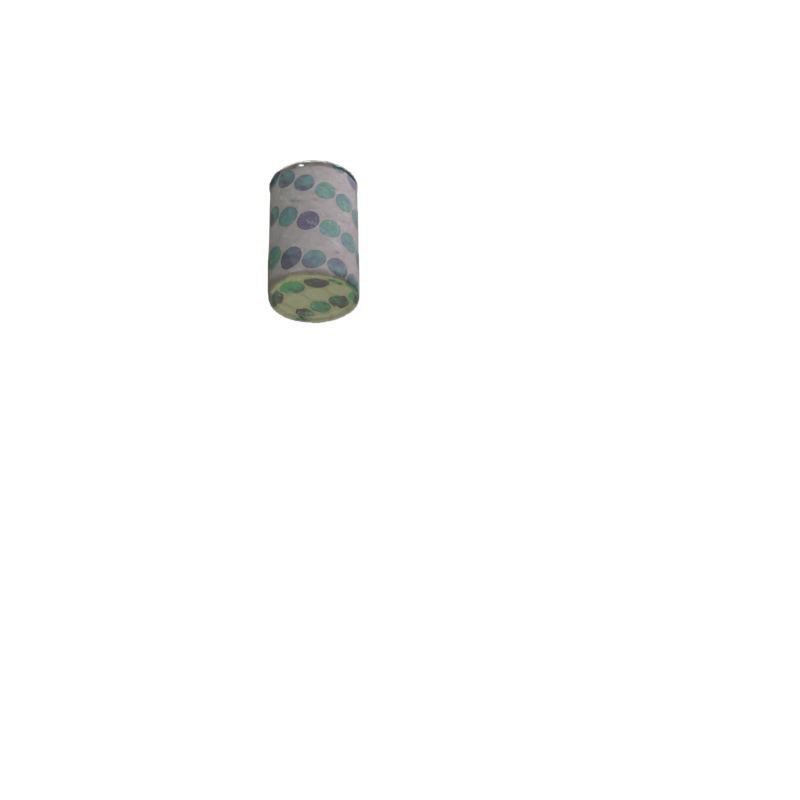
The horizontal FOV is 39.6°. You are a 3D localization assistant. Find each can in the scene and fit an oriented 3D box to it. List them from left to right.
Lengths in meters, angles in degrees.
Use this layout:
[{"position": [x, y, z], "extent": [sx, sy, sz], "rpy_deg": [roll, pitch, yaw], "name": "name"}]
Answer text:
[{"position": [-0.064, -0.117, 0.820], "extent": [0.068, 0.109, 0.064], "rpy_deg": [-1, -32, -2], "name": "can"}]
